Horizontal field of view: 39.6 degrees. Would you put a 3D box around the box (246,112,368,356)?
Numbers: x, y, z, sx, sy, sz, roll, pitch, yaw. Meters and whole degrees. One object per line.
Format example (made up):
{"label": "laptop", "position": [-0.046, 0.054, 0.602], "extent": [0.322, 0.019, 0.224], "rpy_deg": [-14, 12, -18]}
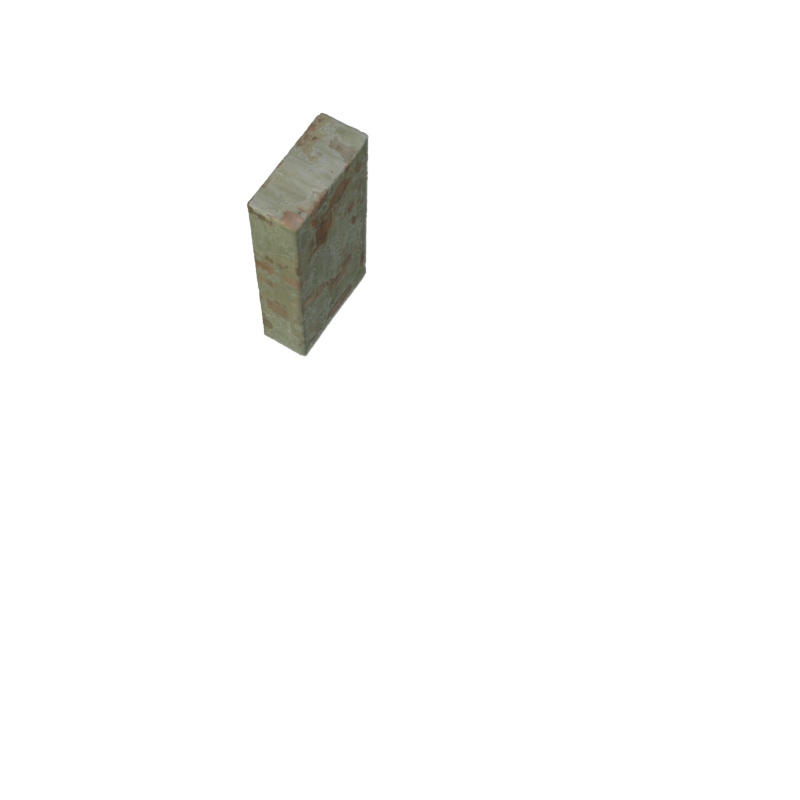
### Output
{"label": "box", "position": [-0.062, -0.113, 0.794], "extent": [0.049, 0.096, 0.166], "rpy_deg": [29, -24, 9]}
